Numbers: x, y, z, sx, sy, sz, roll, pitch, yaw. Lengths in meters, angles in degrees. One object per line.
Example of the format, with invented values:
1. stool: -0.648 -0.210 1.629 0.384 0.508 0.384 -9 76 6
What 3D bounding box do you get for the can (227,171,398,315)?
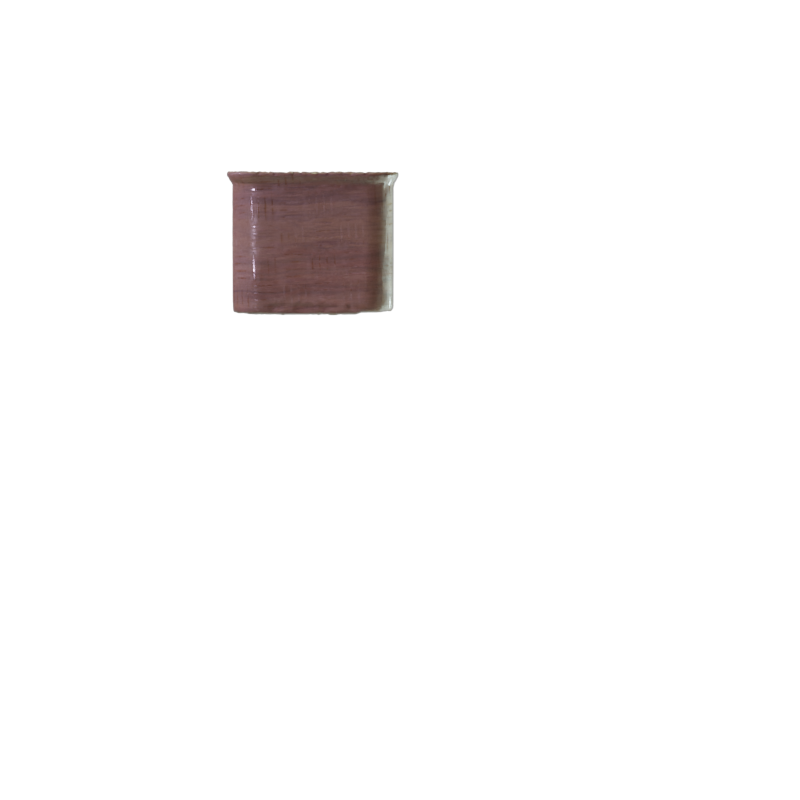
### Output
1. can: -0.052 -0.095 0.667 0.102 0.083 0.058 0 5 2
